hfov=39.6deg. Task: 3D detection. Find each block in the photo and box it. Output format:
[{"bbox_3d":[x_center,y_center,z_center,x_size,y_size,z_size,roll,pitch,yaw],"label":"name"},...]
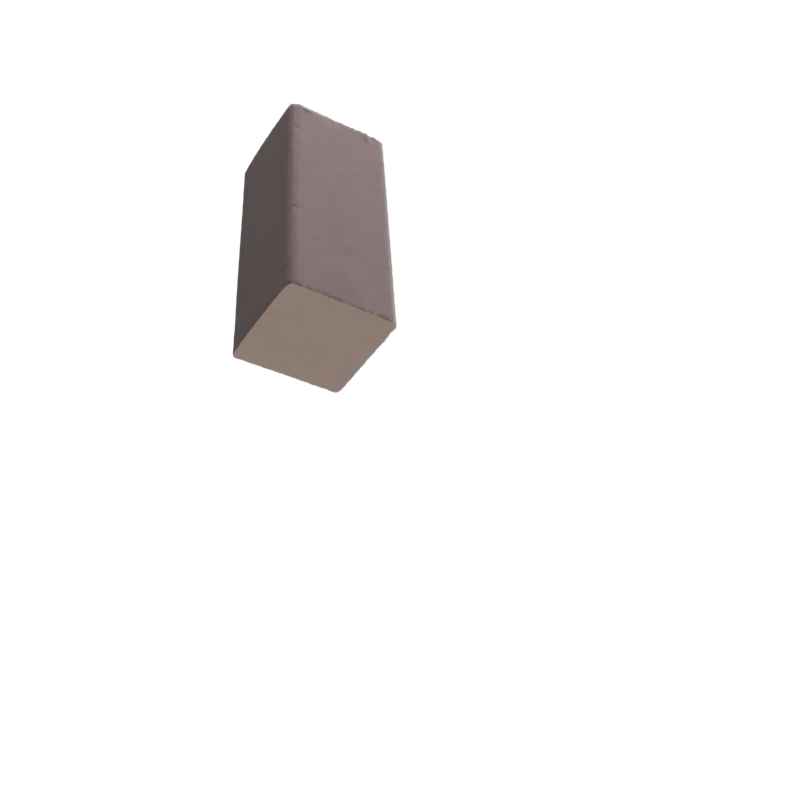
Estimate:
[{"bbox_3d":[-0.067,-0.124,0.862,0.087,0.221,0.087,20,-48,-24],"label":"block"}]
